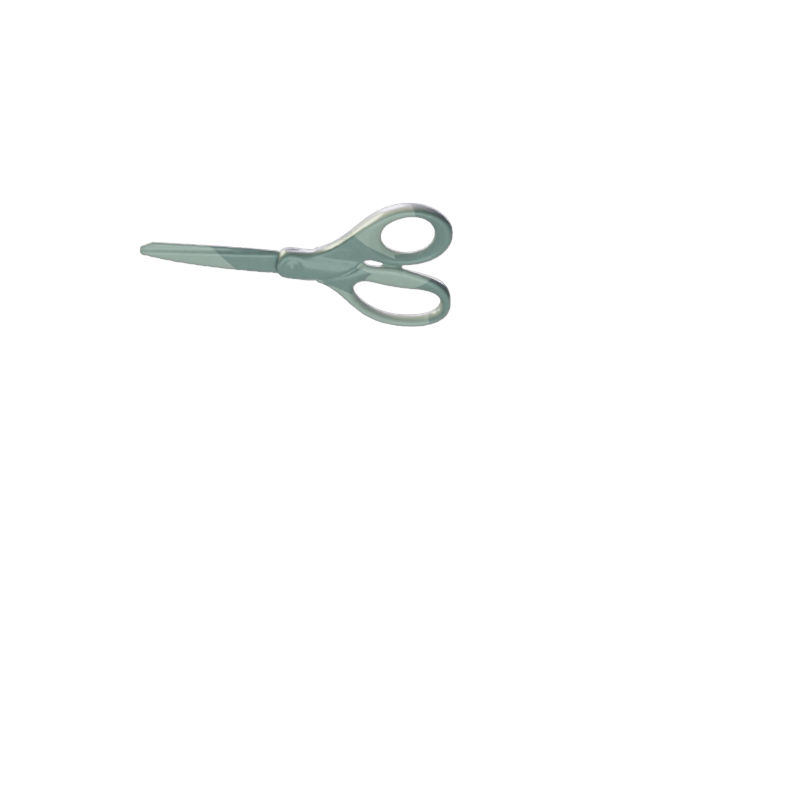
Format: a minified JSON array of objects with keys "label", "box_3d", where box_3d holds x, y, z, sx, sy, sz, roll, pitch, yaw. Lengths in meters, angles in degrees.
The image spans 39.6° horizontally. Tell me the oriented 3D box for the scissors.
[{"label":"scissors","box_3d":[-0.055,-0.100,0.702,0.197,0.092,0.017,18,30,-11]}]
